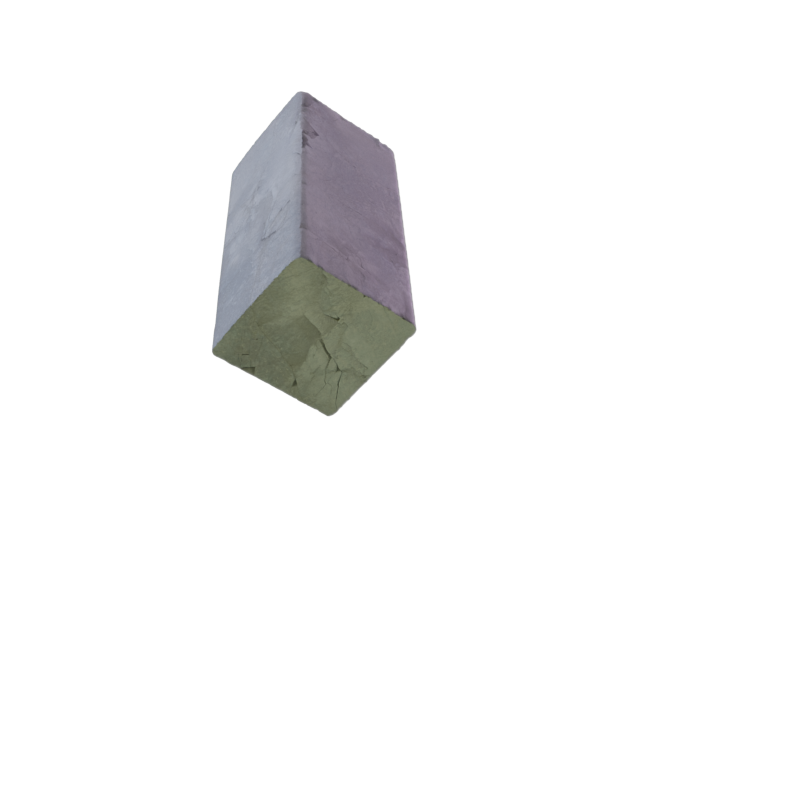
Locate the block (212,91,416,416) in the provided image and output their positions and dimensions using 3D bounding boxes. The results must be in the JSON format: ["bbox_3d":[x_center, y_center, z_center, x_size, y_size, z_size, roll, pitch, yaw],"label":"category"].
[{"bbox_3d":[-0.057,-0.105,0.732,0.086,0.088,0.221,30,31,-25],"label":"block"}]
